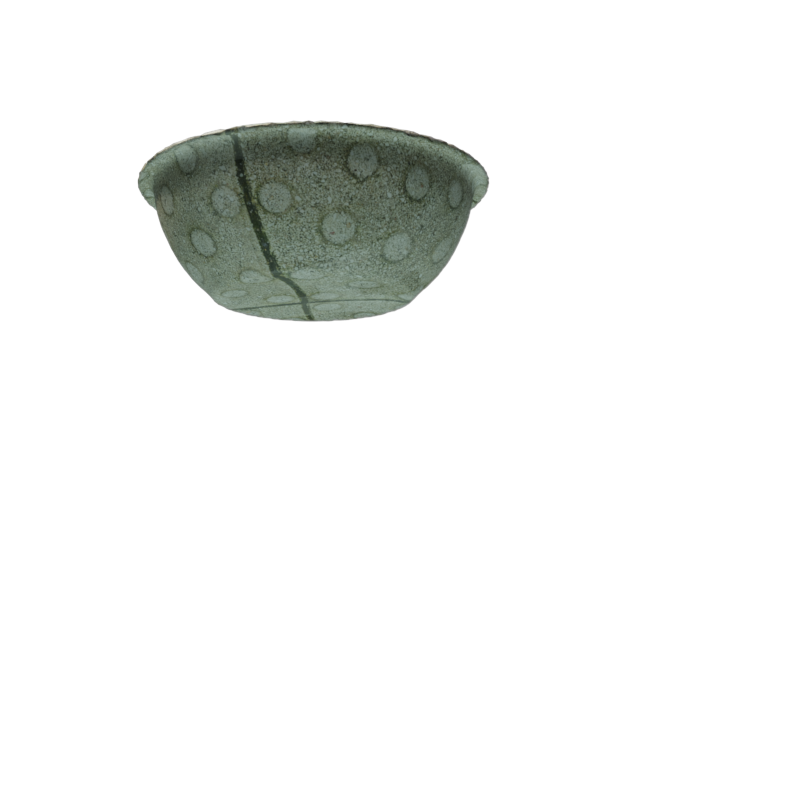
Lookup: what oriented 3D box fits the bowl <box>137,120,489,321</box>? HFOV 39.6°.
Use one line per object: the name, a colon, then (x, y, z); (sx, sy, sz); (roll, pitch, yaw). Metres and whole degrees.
bowl: (-0.040, -0.072, 0.507); (0.162, 0.057, 0.157); (0, -10, -2)
